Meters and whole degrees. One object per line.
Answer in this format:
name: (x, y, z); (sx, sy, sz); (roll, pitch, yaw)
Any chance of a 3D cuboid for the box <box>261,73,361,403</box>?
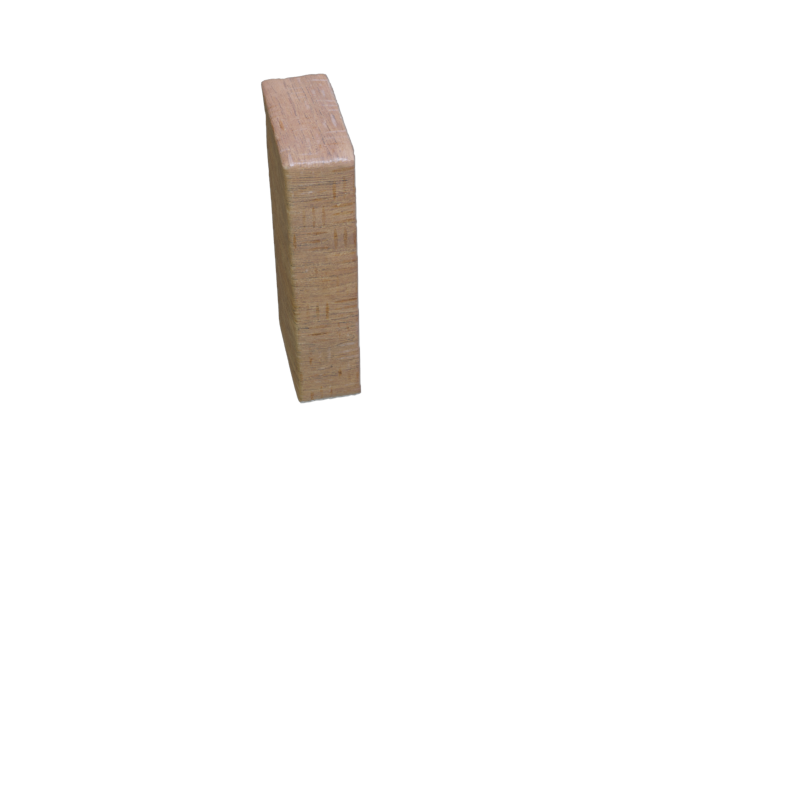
box: (-0.051, -0.094, 0.657); (0.047, 0.164, 0.101); (-6, 43, -11)
